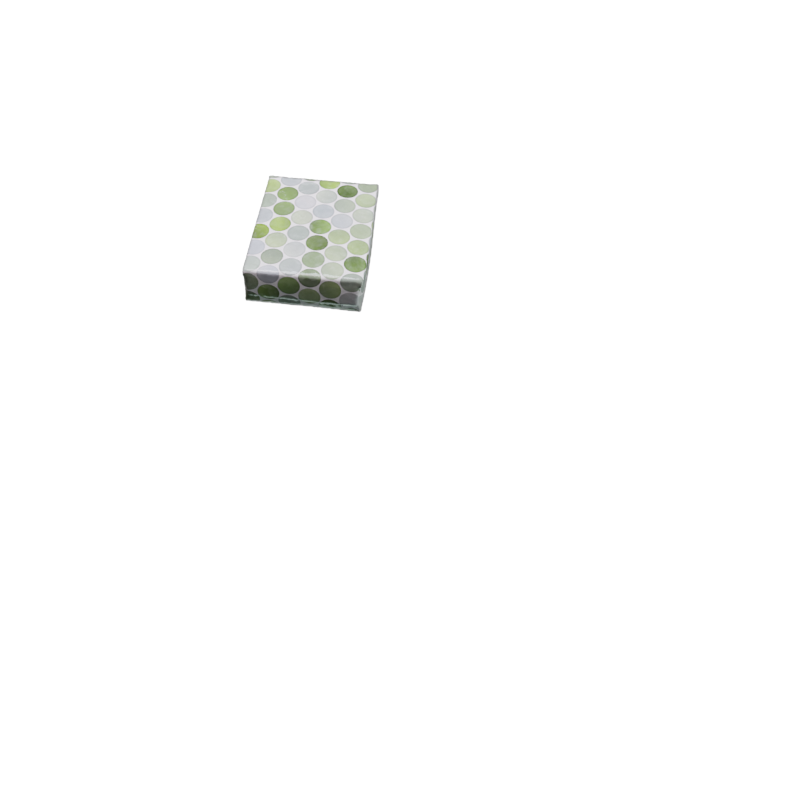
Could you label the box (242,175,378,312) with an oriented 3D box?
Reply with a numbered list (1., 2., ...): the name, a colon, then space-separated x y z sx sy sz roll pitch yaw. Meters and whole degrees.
1. box: -0.067 -0.122 0.855 0.091 0.121 0.036 5 -44 4
